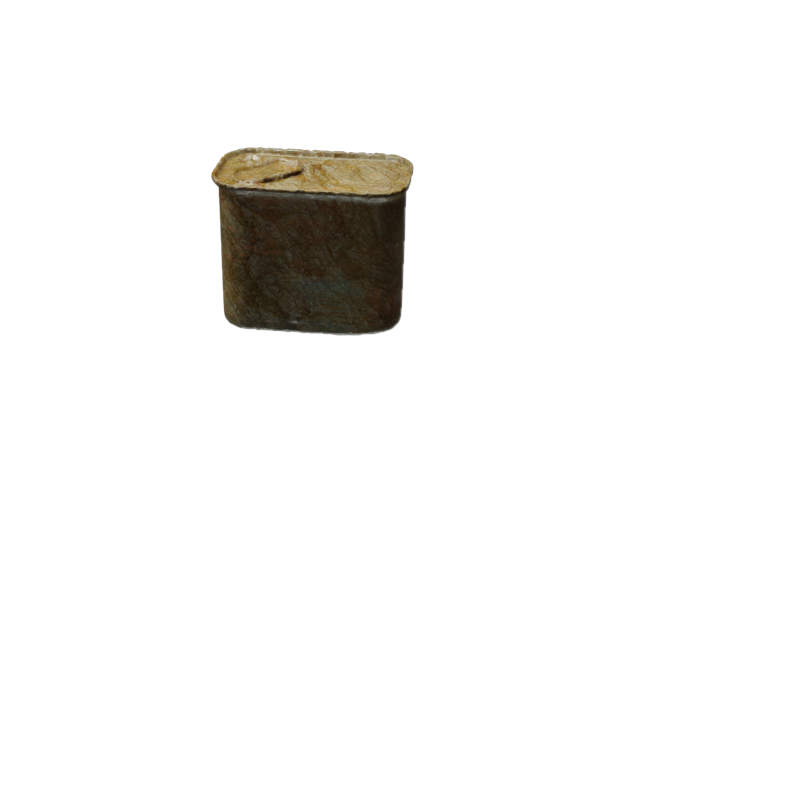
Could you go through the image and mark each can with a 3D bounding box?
[{"bbox_3d":[-0.046,-0.084,0.587,0.103,0.079,0.060,4,29,6],"label":"can"}]
